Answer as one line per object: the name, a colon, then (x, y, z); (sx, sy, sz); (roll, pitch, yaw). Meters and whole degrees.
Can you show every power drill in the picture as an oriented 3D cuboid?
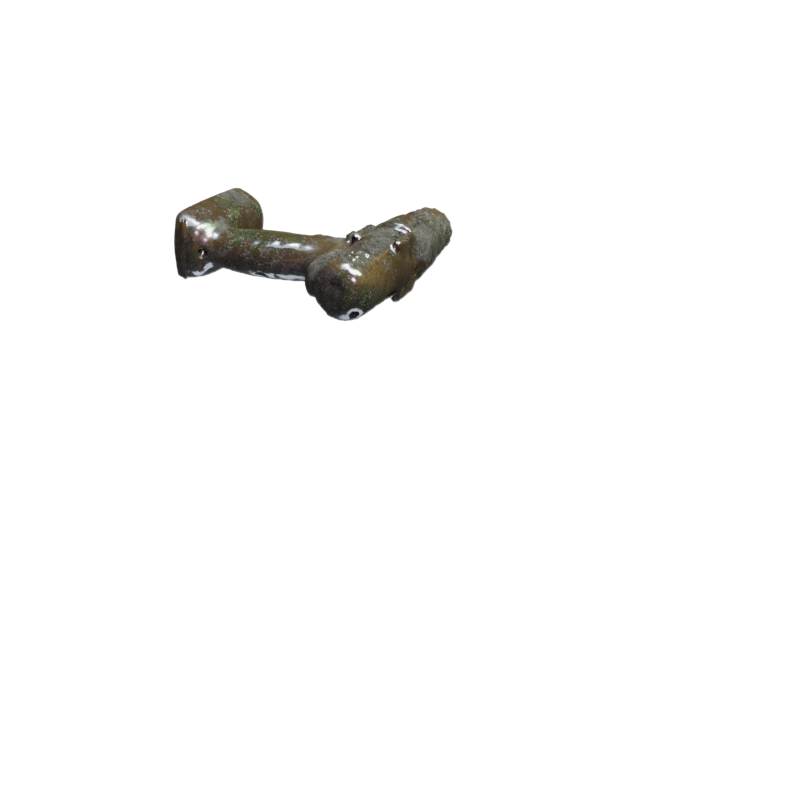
power drill: (-0.069, -0.125, 0.877); (0.195, 0.055, 0.186); (11, 26, 24)
